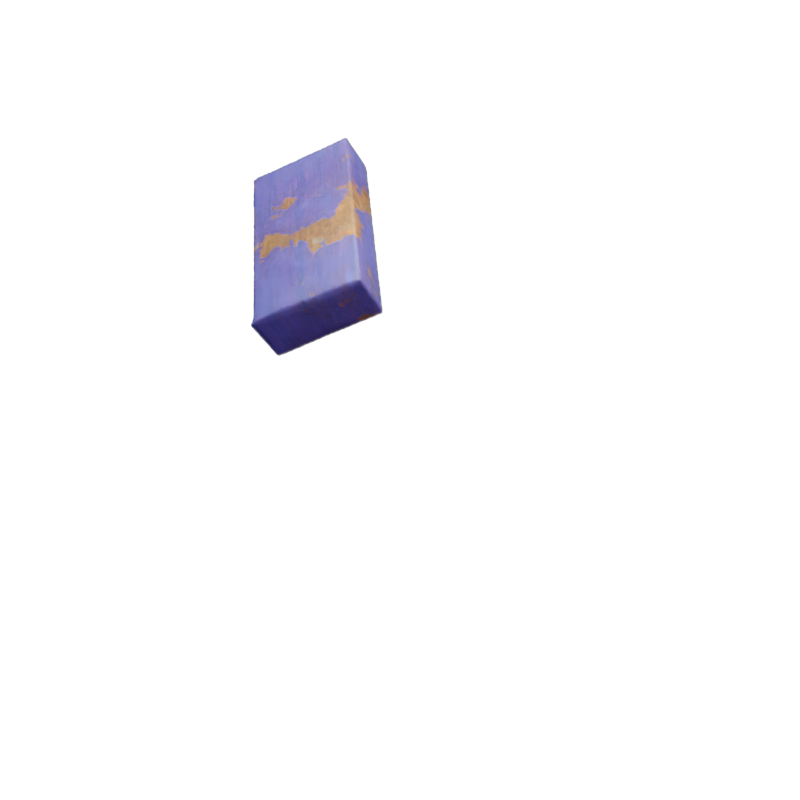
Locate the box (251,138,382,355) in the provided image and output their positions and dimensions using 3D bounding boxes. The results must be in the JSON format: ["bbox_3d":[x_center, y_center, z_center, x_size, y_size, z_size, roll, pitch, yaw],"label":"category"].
[{"bbox_3d":[-0.068,-0.125,0.875,0.094,0.189,0.044,-22,-49,16],"label":"box"}]
